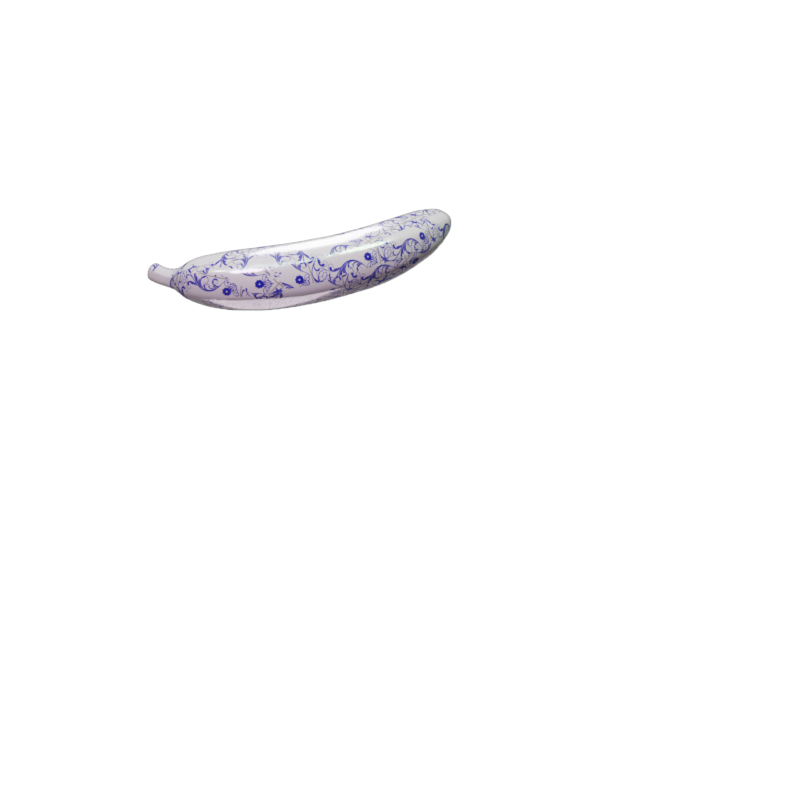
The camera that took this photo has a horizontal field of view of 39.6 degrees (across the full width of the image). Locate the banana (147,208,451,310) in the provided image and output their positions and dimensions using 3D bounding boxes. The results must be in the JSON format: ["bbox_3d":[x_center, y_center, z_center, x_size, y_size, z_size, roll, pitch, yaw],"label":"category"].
[{"bbox_3d":[-0.051,-0.087,0.673,0.195,0.034,0.075,-11,37,-15],"label":"banana"}]
